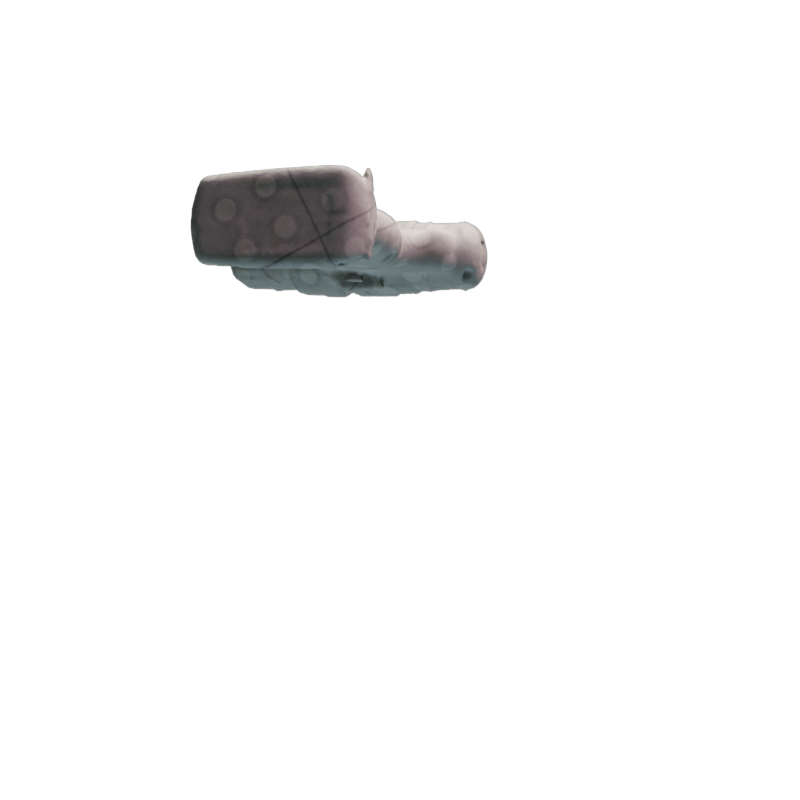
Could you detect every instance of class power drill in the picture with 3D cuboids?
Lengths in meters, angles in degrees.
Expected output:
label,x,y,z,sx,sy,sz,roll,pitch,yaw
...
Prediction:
label,x,y,z,sx,sy,sz,roll,pitch,yaw
power drill,-0.055,-0.099,0.696,0.189,0.058,0.181,0,-1,21
